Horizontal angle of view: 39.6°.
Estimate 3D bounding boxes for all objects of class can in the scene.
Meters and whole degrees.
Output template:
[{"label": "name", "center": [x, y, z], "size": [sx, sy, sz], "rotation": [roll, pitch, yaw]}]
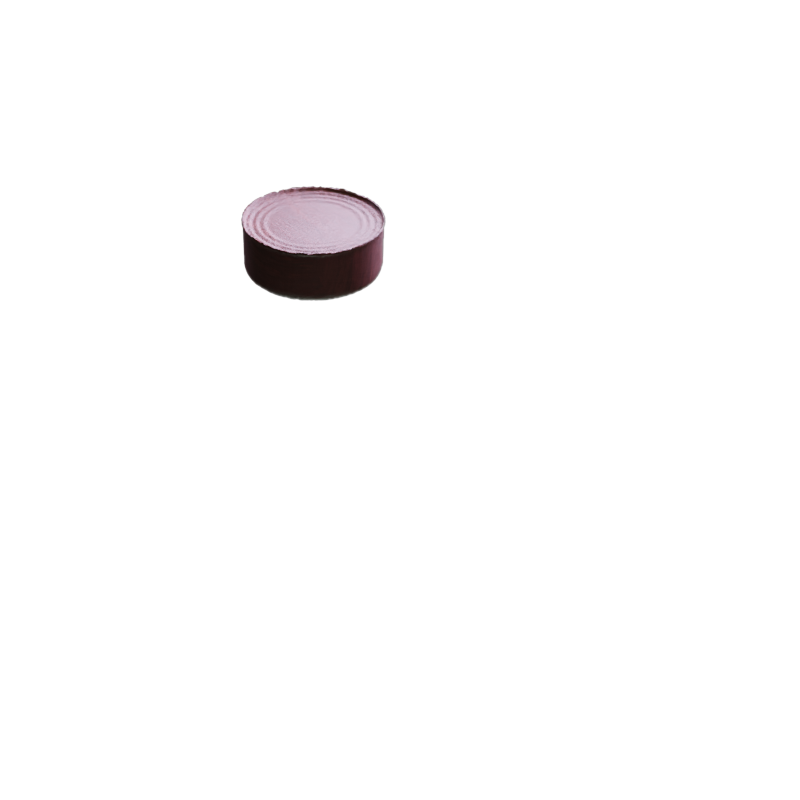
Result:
[{"label": "can", "center": [-0.052, -0.095, 0.667], "size": [0.086, 0.031, 0.092], "rotation": [-1, 35, -2]}]
